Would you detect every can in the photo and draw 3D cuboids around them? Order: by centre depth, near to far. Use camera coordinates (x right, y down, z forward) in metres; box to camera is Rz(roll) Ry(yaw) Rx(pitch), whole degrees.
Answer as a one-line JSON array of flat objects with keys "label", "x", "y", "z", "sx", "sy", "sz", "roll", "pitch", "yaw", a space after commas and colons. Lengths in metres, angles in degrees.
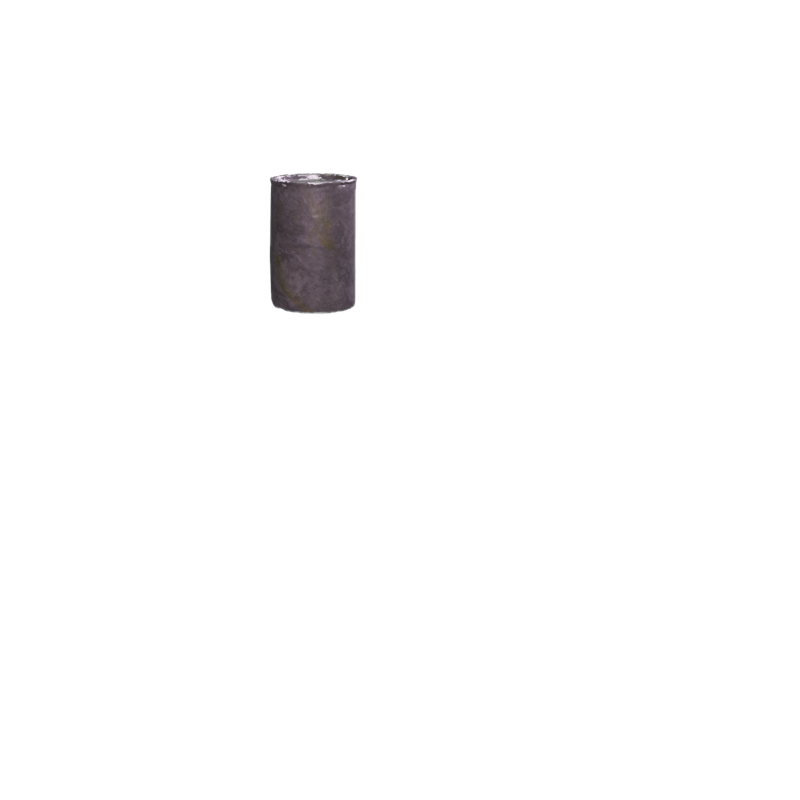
[{"label": "can", "x": -0.068, "y": -0.124, "z": 0.871, "sx": 0.068, "sy": 0.100, "sz": 0.070, "roll": 0, "pitch": 11, "yaw": -2}]
